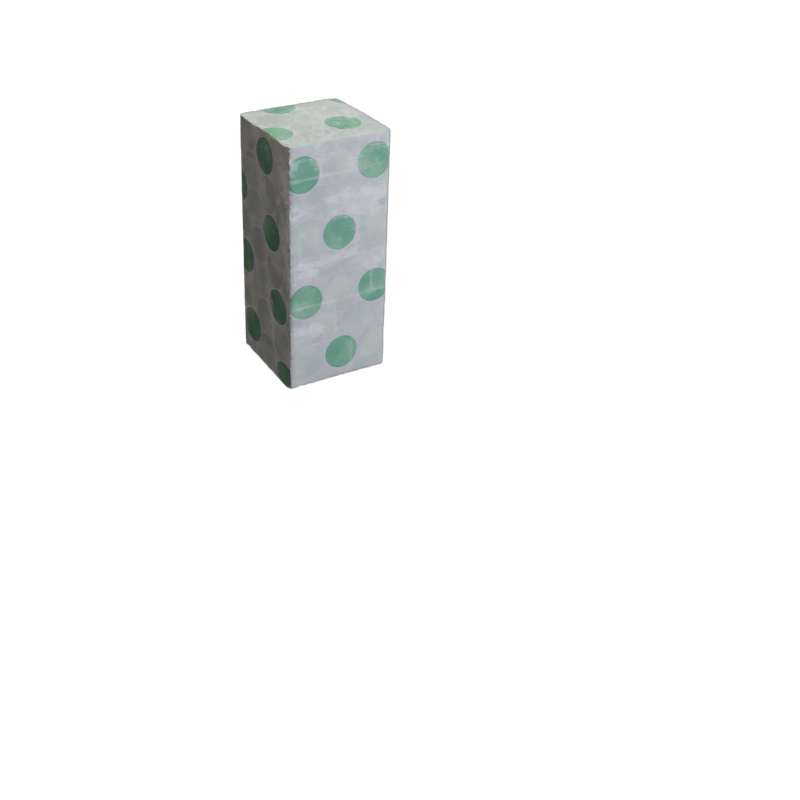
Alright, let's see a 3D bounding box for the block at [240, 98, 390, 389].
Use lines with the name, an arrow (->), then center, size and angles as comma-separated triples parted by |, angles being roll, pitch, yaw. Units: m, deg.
block -> -0.070, -0.128, 0.896 | 0.089, 0.195, 0.097 | -14, 32, -27
